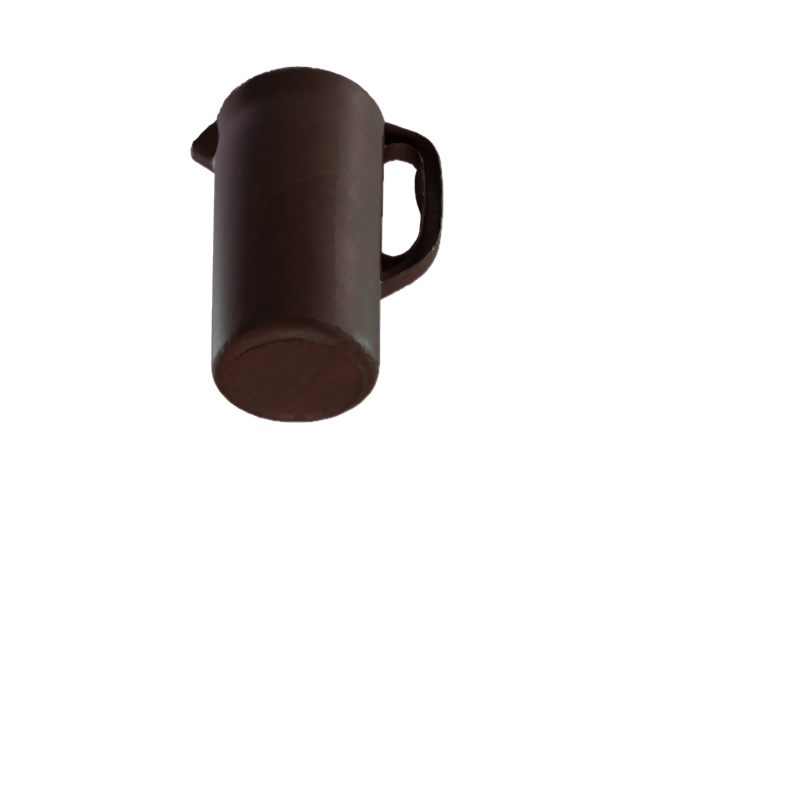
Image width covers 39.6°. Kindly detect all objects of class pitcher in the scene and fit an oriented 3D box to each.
[{"bbox_3d":[-0.061,-0.111,0.780,0.148,0.261,0.136,-32,-47,31],"label":"pitcher"}]
